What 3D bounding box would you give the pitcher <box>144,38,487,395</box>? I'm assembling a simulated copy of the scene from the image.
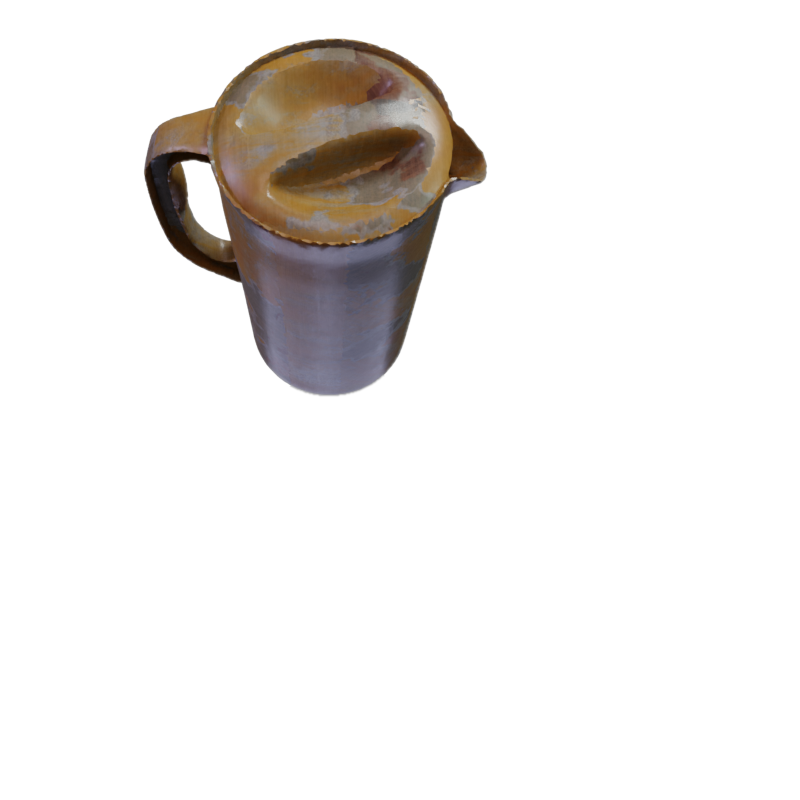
[{"bbox_3d":[-0.053,-0.098,0.683,0.146,0.157,0.229,-38,-18,-19],"label":"pitcher"}]
